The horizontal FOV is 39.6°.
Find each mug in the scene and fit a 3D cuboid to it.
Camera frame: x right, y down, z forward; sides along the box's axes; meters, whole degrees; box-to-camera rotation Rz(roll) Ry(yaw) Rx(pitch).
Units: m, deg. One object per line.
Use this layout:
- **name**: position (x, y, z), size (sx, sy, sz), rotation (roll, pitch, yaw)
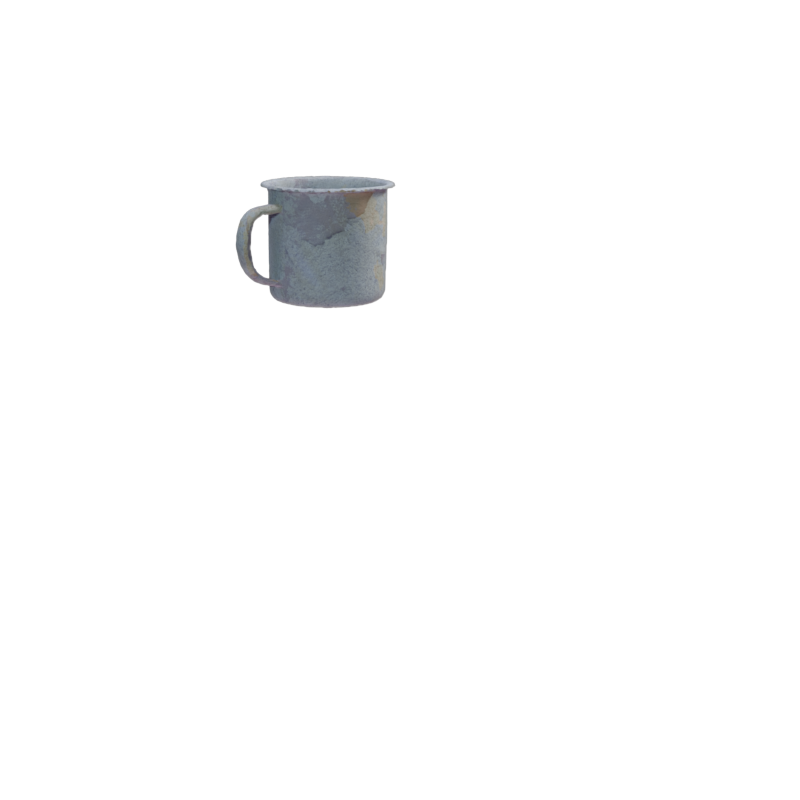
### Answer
- **mug**: position (-0.060, -0.109, 0.763), size (0.114, 0.079, 0.098), rotation (-10, 17, -36)
